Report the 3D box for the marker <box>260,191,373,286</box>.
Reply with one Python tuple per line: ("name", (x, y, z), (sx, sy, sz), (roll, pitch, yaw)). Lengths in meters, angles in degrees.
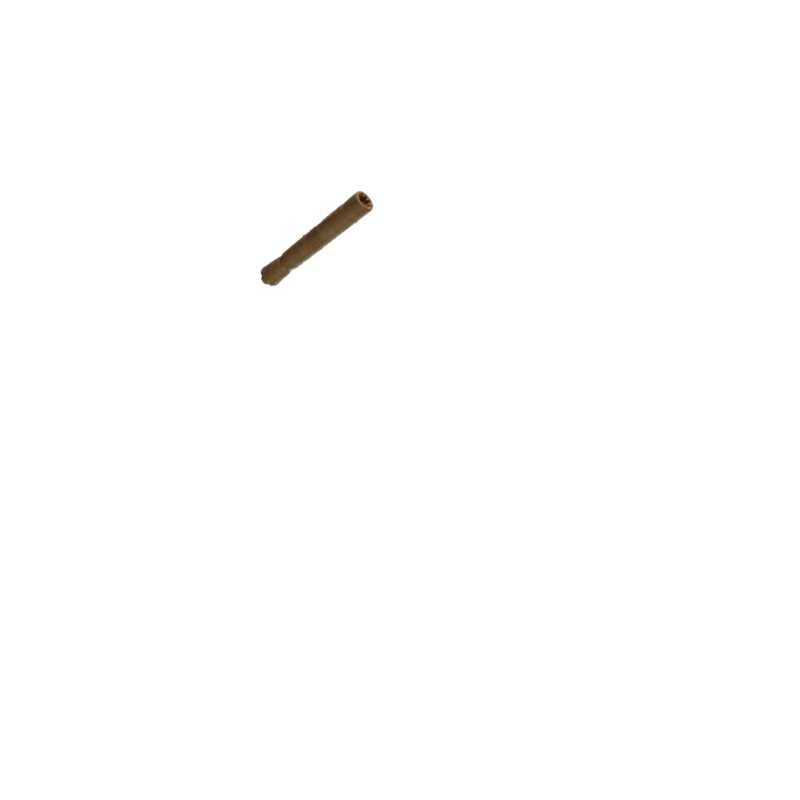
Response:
("marker", (-0.070, -0.128, 0.895), (0.120, 0.021, 0.019), (-33, -16, 31))
